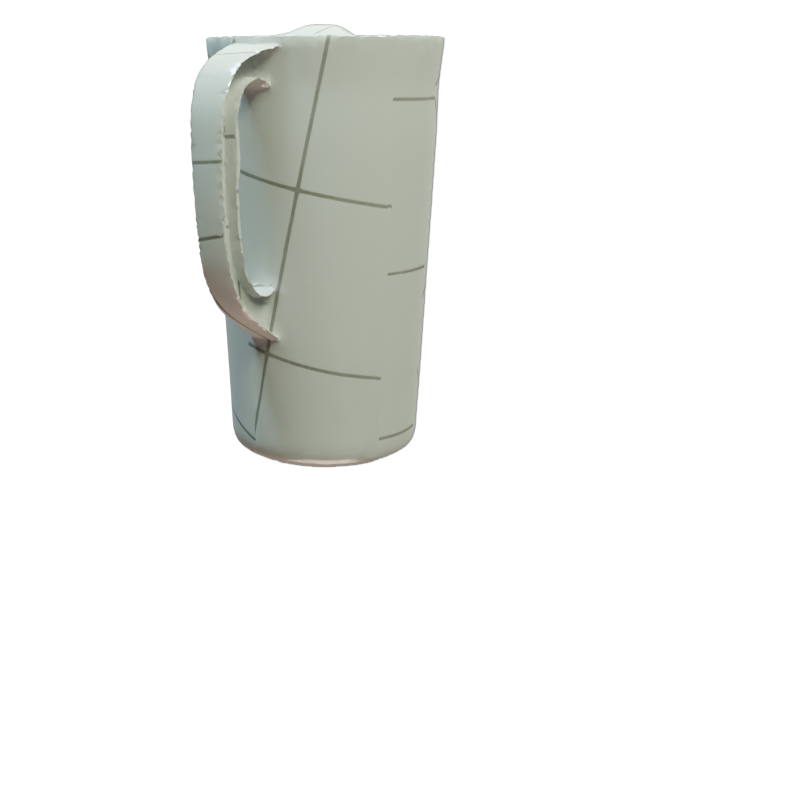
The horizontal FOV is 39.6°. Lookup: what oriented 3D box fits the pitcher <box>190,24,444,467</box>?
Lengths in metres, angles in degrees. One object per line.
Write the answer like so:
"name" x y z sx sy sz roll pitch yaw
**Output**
"pitcher" -0.049 -0.090 0.630 0.147 0.238 0.151 -2 11 -14
